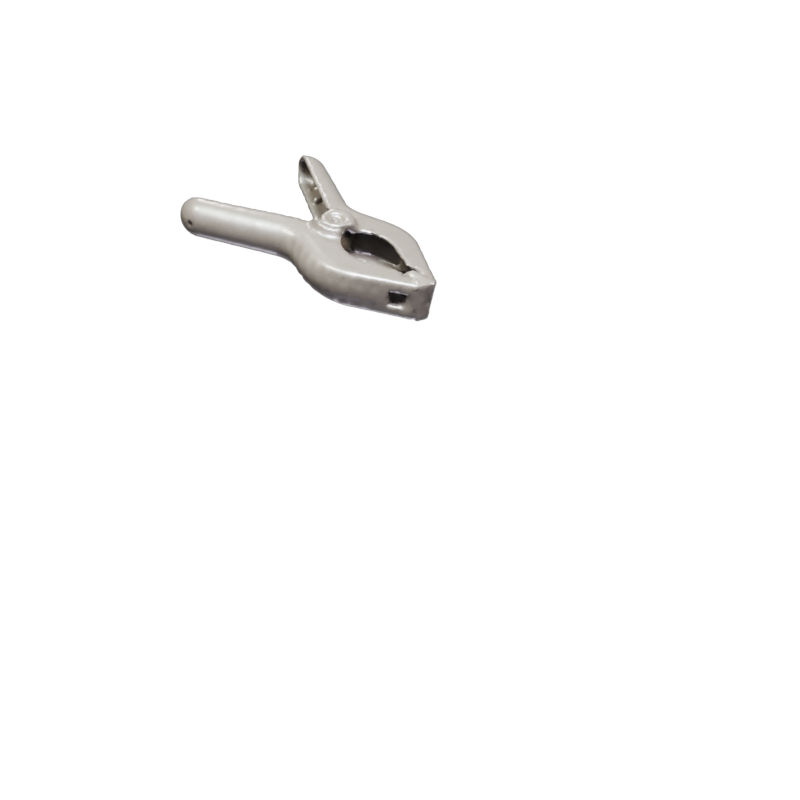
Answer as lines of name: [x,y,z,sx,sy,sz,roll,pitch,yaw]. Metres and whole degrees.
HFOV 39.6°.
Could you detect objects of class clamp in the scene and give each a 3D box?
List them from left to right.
clamp: [-0.055,-0.100,0.702,0.119,0.037,0.184,-26,46,-28]
